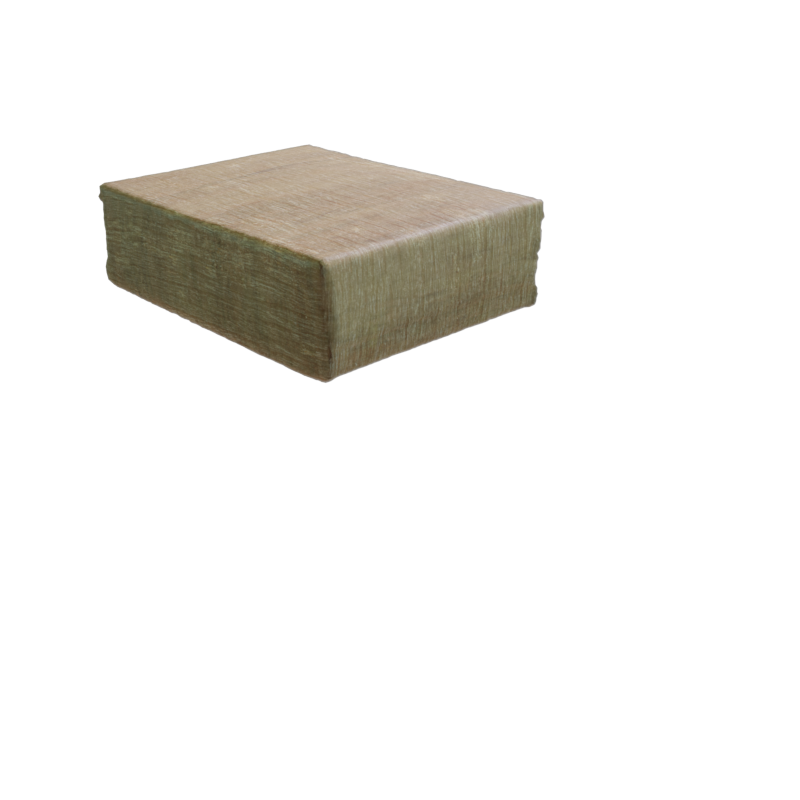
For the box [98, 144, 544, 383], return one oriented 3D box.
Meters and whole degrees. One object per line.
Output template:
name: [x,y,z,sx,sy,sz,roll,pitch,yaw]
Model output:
box: [-0.027,-0.050,0.348,0.089,0.037,0.121,-21,33,-38]
